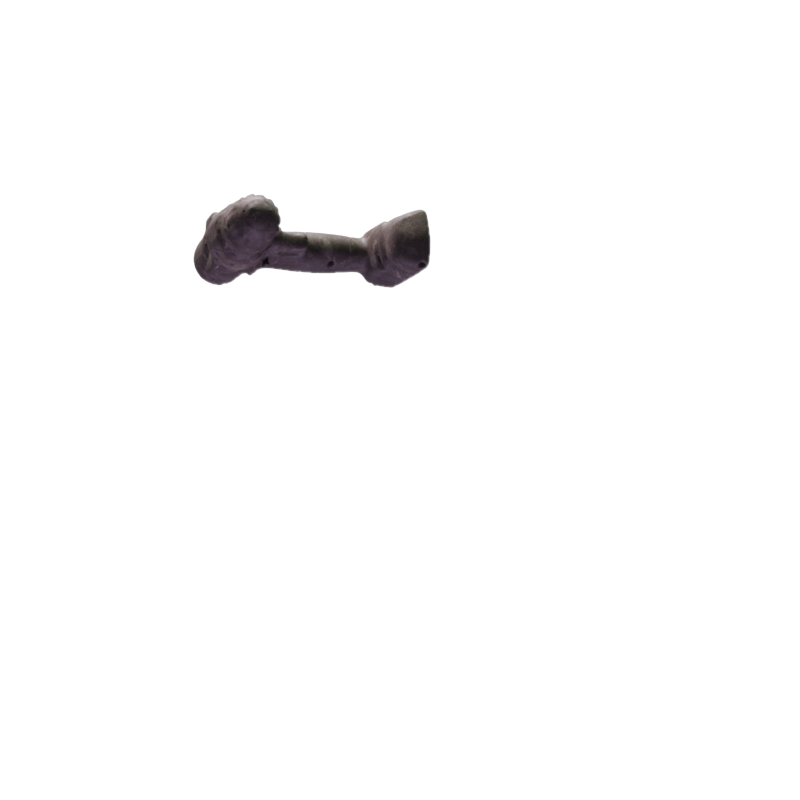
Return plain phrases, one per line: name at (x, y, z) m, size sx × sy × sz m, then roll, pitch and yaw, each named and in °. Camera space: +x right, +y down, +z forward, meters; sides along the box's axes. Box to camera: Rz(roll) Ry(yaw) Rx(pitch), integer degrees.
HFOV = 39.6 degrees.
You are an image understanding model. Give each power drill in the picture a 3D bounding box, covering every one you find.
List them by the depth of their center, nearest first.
power drill at (-0.074, -0.135, 0.944) m, size 0.183 × 0.058 × 0.185 m, roll 1°, pitch -4°, yaw -18°
